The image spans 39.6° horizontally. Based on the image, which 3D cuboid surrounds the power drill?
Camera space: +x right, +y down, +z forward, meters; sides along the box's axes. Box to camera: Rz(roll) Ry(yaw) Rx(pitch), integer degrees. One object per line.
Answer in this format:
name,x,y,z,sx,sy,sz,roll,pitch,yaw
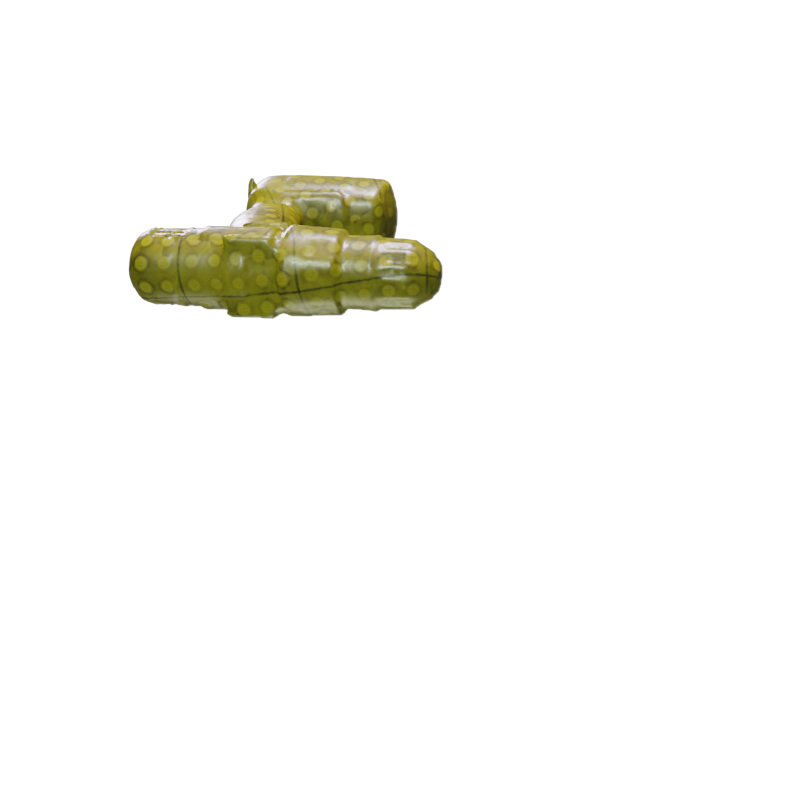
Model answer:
power drill,-0.055,-0.100,0.702,0.188,0.055,0.191,4,20,12
